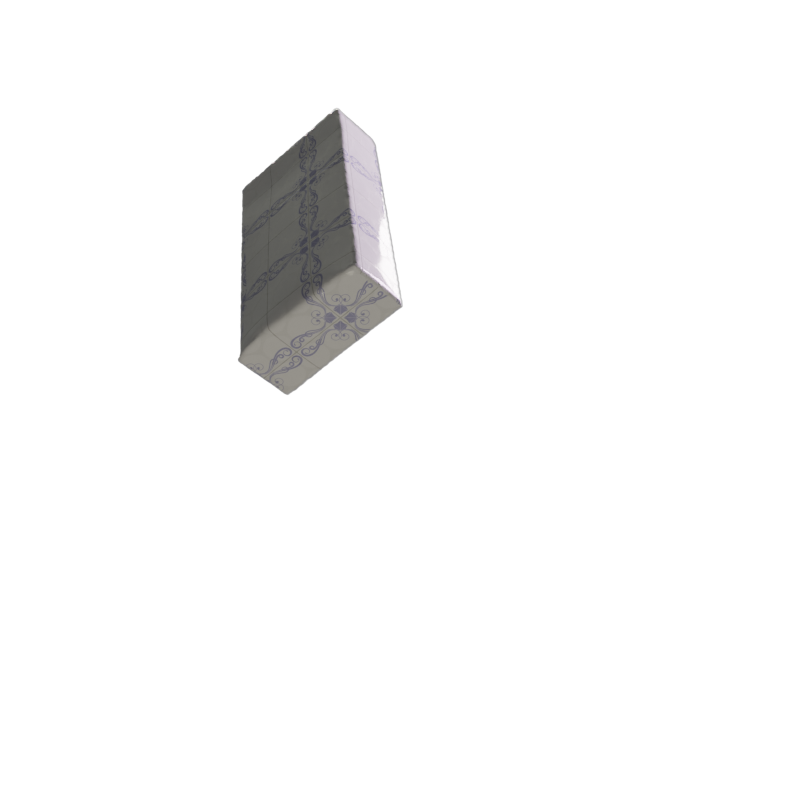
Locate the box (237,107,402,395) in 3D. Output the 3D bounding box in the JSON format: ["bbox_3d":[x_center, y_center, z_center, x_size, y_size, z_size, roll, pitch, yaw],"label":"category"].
[{"bbox_3d":[-0.052,-0.096,0.670,0.092,0.189,0.045,-36,-57,23],"label":"box"}]
